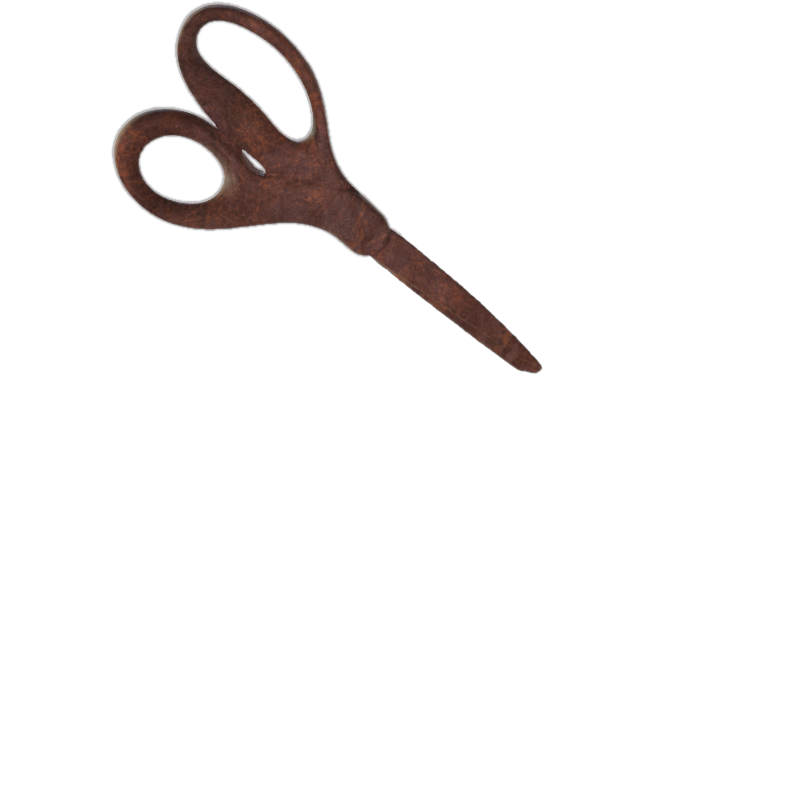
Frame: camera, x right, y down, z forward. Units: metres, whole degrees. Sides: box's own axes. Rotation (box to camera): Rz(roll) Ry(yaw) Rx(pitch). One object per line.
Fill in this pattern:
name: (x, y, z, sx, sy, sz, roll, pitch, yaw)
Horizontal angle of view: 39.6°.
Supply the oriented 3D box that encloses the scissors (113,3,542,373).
scissors: (-0.035, -0.064, 0.447, 0.096, 0.194, 0.016, -33, 15, 10)
